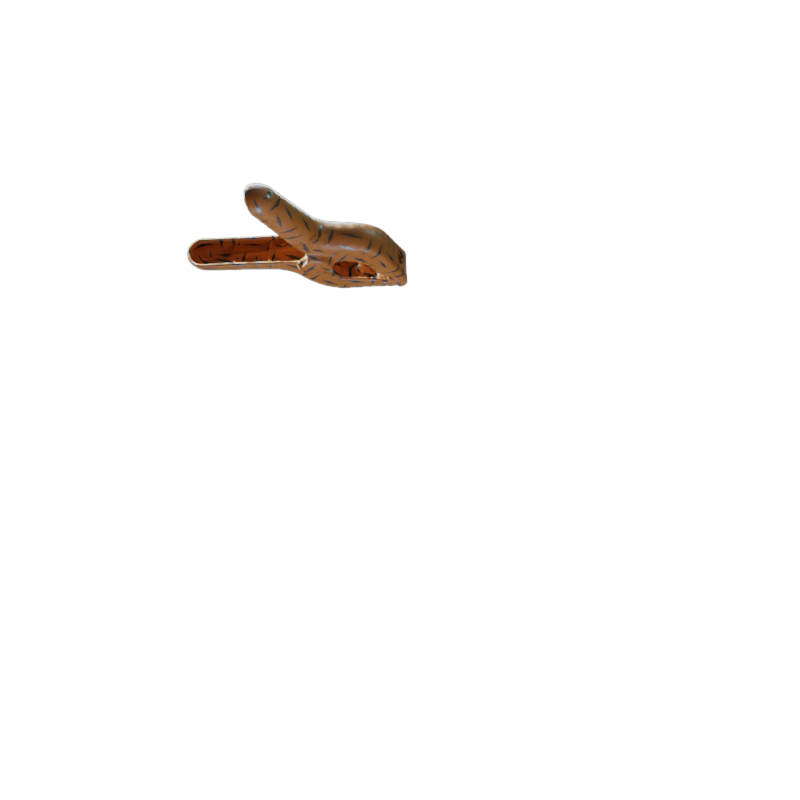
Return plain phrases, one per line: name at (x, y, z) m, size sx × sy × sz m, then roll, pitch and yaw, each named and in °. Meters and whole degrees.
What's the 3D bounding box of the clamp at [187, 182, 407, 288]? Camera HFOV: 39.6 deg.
clamp at (-0.066, -0.120, 0.838) m, size 0.167 × 0.041 × 0.119 m, roll 5°, pitch -14°, yaw -19°
